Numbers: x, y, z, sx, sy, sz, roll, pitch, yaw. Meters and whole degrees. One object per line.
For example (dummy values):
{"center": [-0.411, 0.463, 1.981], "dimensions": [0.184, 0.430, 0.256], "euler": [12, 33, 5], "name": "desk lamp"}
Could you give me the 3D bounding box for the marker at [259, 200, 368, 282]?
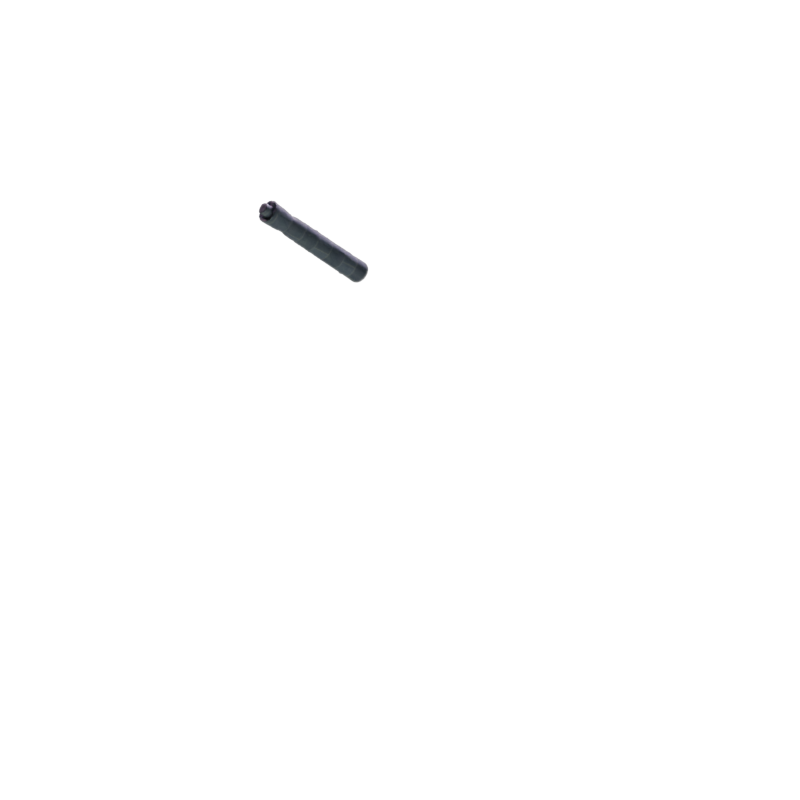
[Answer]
{"center": [-0.070, -0.128, 0.898], "dimensions": [0.021, 0.020, 0.113], "euler": [4, -19, 45], "name": "marker"}
